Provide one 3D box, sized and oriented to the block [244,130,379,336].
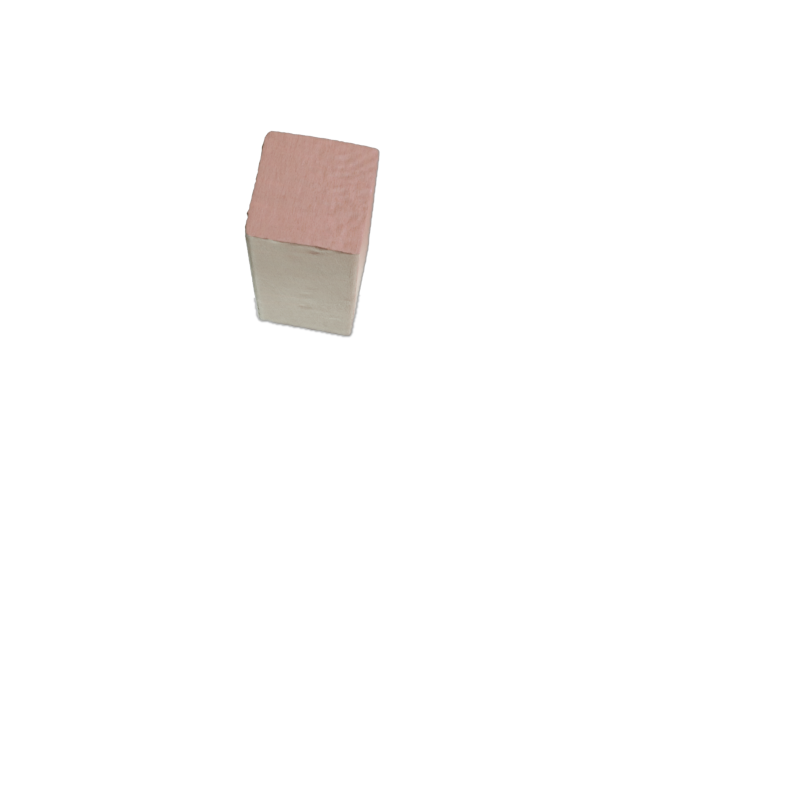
[{"bbox_3d":[-0.073,-0.132,0.922,0.090,0.094,0.198,10,-16,-1],"label":"block"}]
